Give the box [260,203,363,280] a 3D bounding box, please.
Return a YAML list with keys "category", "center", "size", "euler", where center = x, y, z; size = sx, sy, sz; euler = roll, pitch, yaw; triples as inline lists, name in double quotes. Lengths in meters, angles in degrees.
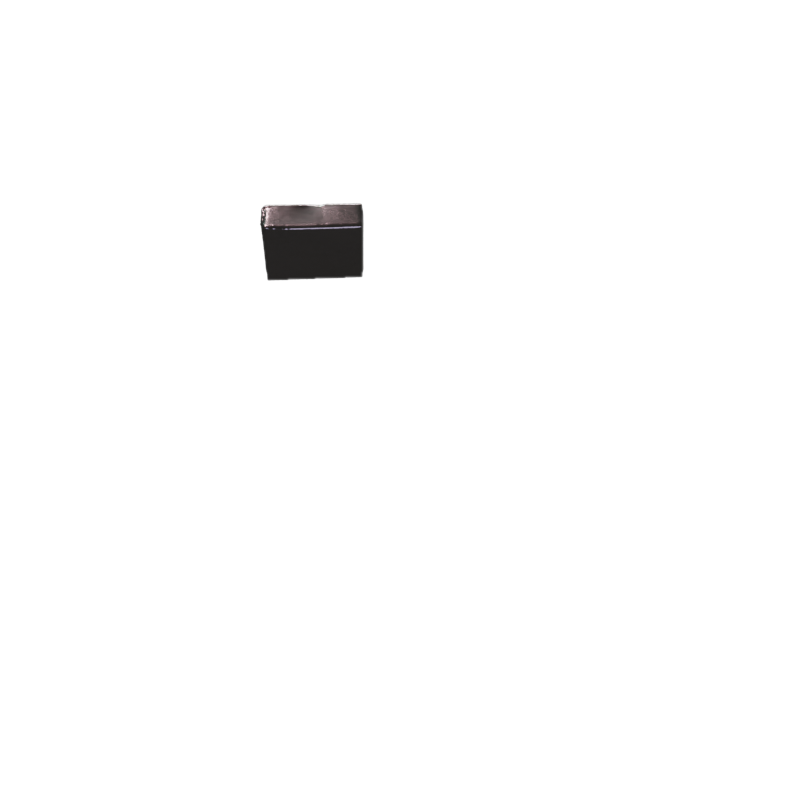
- category: "box"
  center: [-0.077, -0.140, 0.983]
  size: [0.089, 0.032, 0.068]
  euler: [-1, -36, 0]
